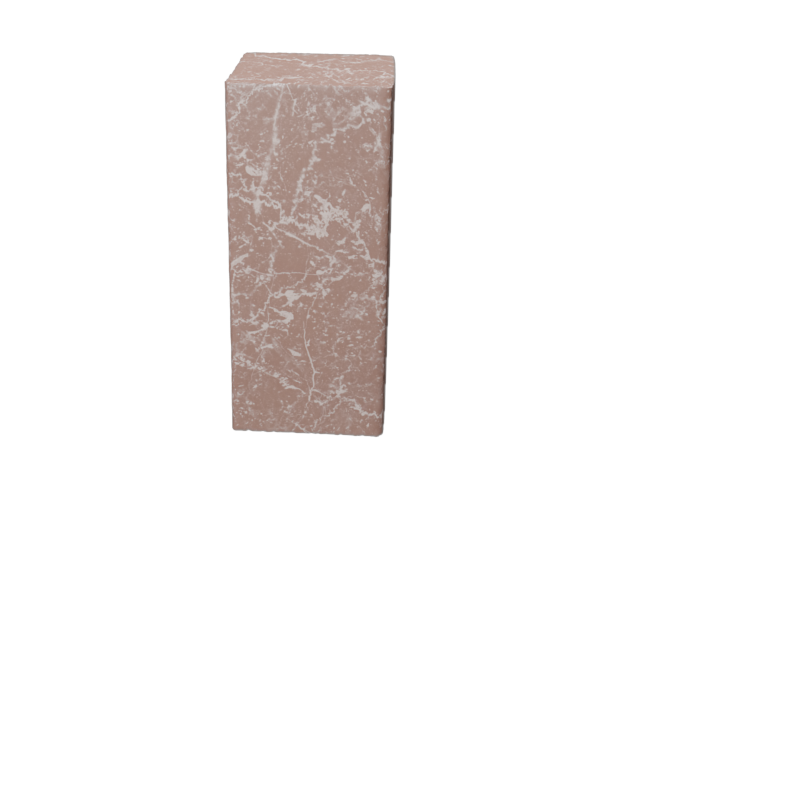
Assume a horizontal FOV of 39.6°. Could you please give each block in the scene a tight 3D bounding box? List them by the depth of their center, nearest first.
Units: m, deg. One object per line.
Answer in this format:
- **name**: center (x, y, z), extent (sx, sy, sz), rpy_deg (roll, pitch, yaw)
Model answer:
- **block**: center (-0.051, -0.093, 0.650), extent (0.091, 0.196, 0.094), rpy_deg (2, 22, 1)
